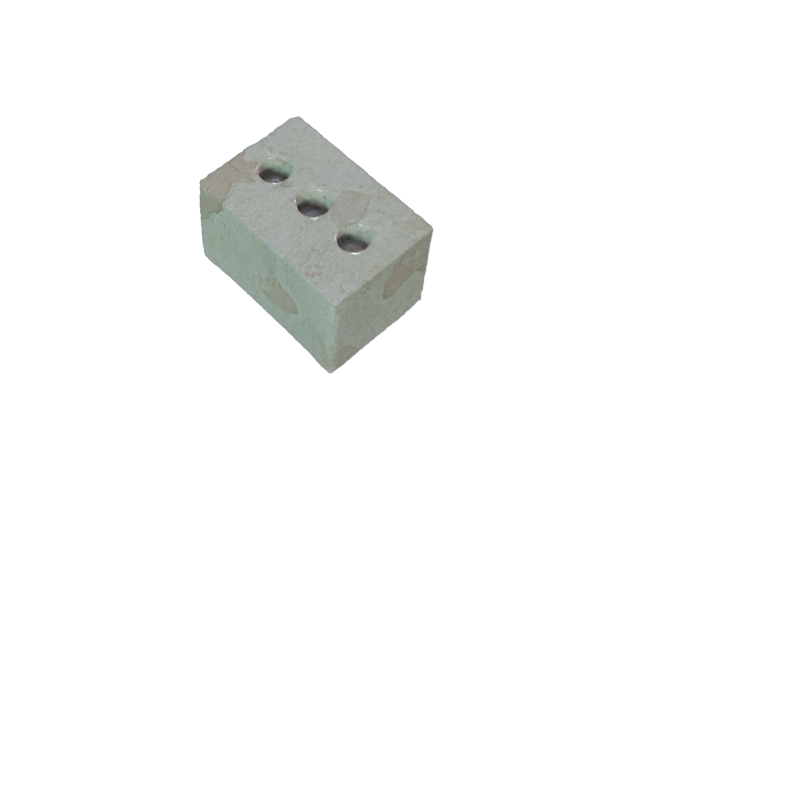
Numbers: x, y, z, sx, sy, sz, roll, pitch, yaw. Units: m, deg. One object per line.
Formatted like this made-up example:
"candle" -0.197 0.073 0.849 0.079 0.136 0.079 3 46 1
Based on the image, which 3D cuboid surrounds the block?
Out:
"block" -0.034 -0.061 0.430 0.053 0.082 0.048 -38 -24 -23
